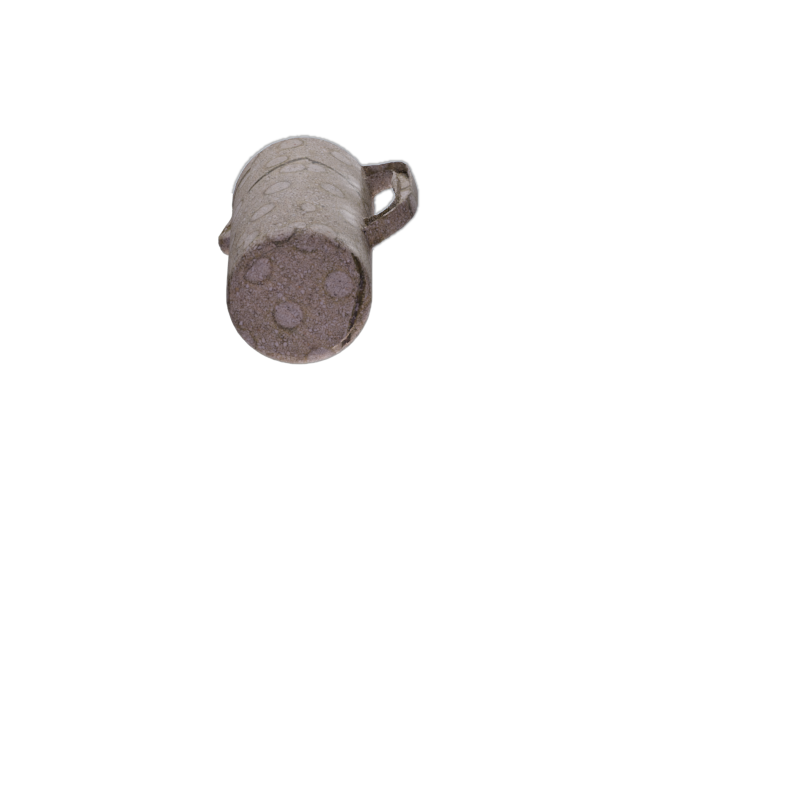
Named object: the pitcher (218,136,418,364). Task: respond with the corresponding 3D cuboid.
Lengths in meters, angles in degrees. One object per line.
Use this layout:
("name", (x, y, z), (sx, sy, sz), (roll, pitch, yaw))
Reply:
("pitcher", (-0.072, -0.131, 0.915), (0.142, 0.145, 0.256), (21, 22, -12))
